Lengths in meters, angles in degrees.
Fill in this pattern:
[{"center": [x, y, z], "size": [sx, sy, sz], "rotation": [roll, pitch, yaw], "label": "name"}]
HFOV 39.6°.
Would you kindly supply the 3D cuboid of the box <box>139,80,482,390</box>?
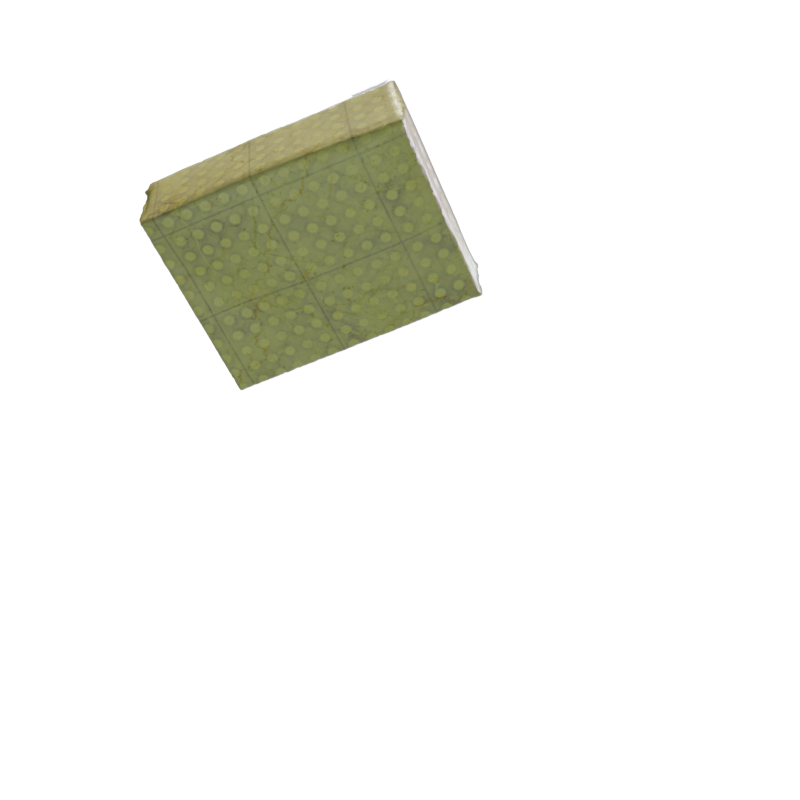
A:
[{"center": [-0.035, -0.064, 0.450], "size": [0.114, 0.084, 0.041], "rotation": [-20, 31, 12], "label": "box"}]
